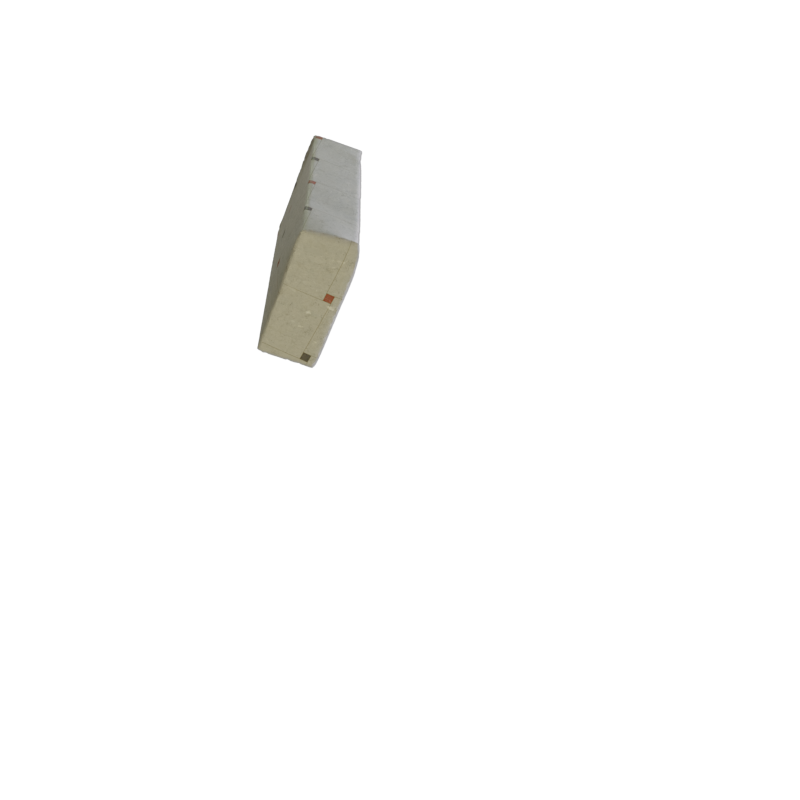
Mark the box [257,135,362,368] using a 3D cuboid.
[{"bbox_3d":[-0.060,-0.110,0.768,0.047,0.090,0.187,17,28,-14],"label":"box"}]
